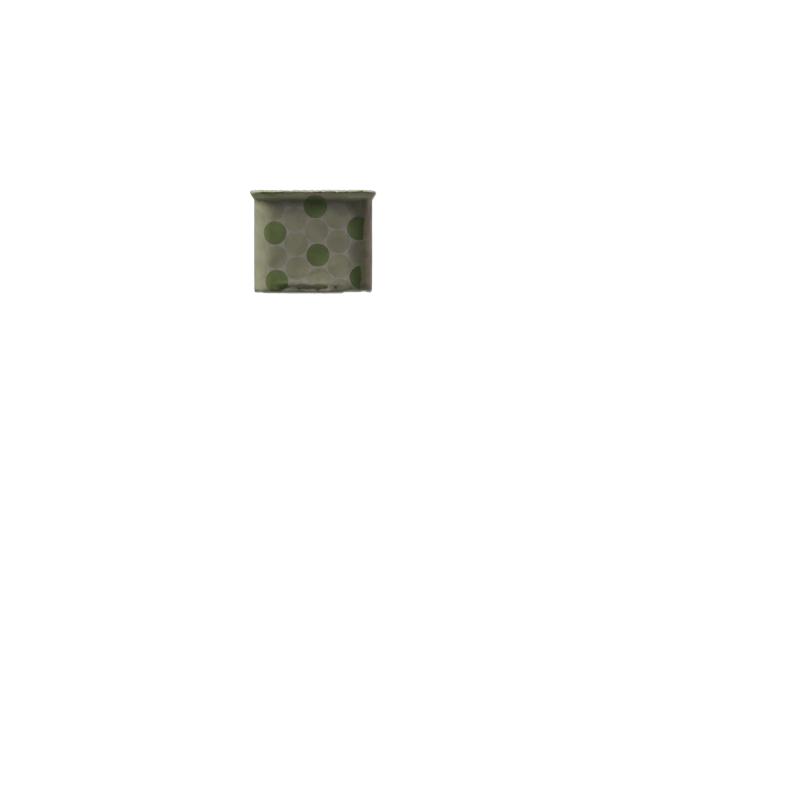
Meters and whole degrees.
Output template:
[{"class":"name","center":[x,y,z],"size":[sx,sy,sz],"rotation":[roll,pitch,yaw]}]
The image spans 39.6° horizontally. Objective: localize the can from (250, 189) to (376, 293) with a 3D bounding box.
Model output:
[{"class":"can","center":[-0.071,-0.130,0.913],"size":[0.103,0.084,0.057],"rotation":[1,2,7]}]
